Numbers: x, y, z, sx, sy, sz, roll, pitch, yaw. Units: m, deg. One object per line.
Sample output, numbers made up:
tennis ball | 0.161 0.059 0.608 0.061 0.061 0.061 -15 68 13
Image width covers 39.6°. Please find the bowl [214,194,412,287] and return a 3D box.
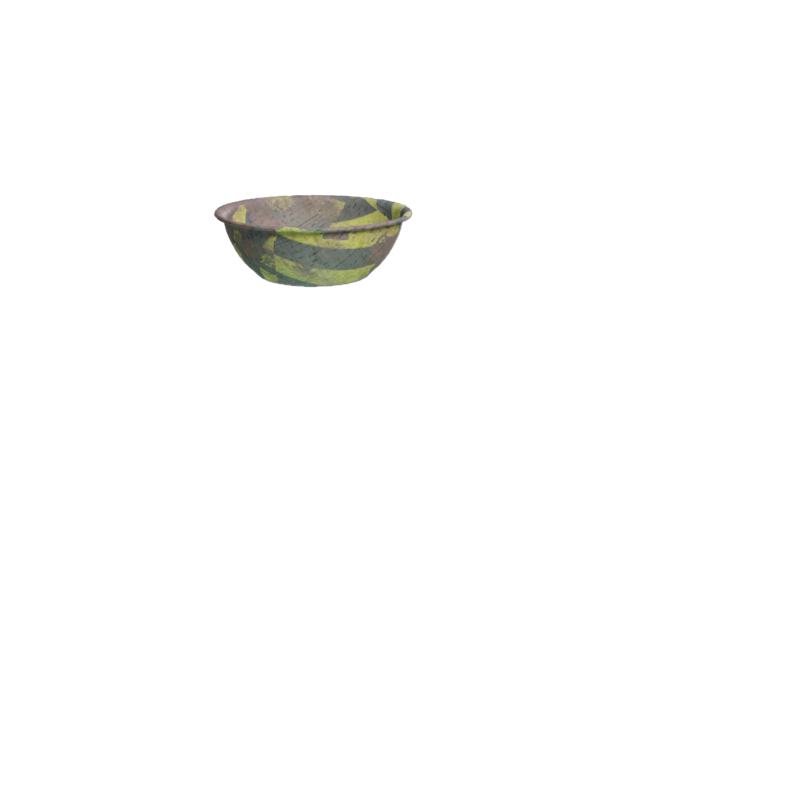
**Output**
bowl | -0.071 -0.130 0.909 0.162 0.053 0.168 -1 19 -2
